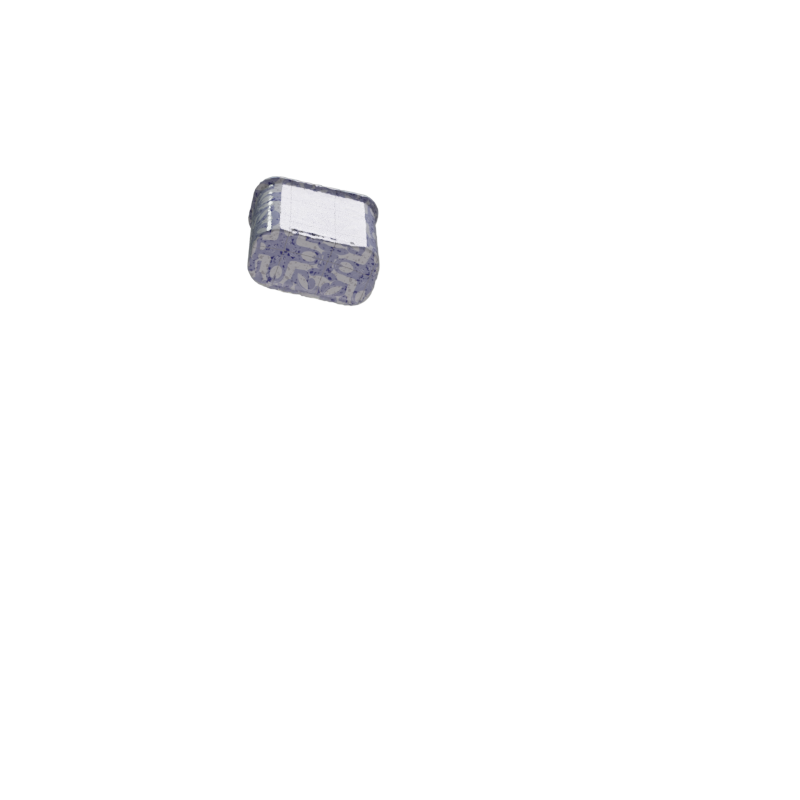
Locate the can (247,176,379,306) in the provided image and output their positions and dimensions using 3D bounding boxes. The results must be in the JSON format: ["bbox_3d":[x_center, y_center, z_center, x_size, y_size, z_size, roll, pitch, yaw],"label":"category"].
[{"bbox_3d":[-0.067,-0.122,0.853,0.100,0.055,0.089,11,33,-9],"label":"can"}]
